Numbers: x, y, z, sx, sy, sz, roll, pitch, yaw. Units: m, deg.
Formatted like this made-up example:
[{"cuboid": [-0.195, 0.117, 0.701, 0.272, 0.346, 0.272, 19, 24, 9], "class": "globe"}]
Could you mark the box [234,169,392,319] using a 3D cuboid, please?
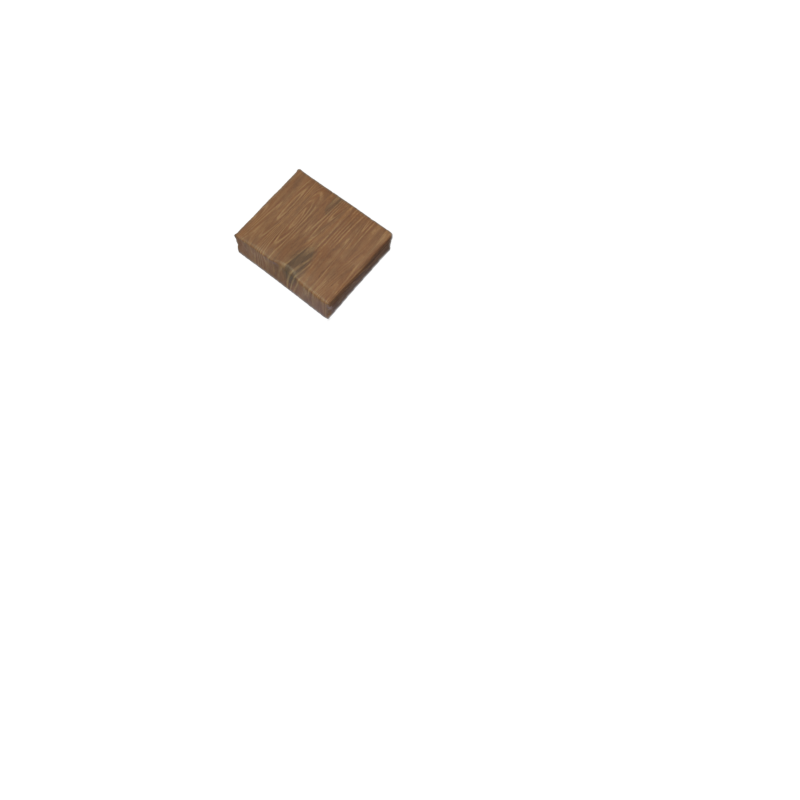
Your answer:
[{"cuboid": [-0.063, -0.114, 0.797, 0.093, 0.074, 0.028, 37, -20, 16], "class": "box"}]
